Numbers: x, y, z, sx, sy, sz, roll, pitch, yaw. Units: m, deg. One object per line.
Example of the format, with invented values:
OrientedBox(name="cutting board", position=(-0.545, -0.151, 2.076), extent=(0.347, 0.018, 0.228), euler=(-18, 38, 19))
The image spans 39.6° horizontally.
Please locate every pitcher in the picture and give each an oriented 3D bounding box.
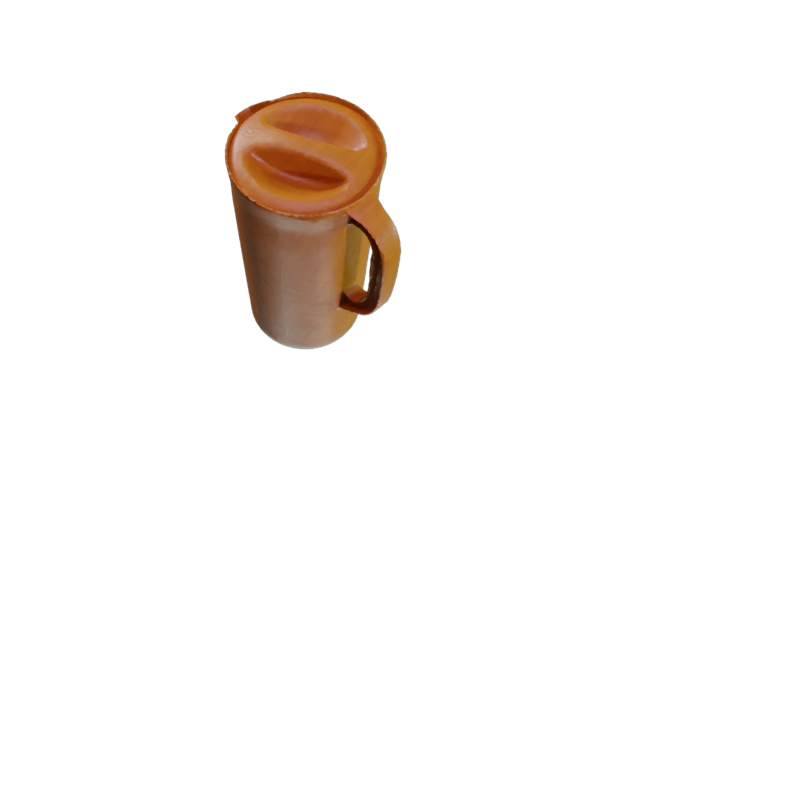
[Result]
OrientedBox(name="pitcher", position=(-0.078, -0.142, 0.992), extent=(0.145, 0.159, 0.228), euler=(2, -31, -2))
